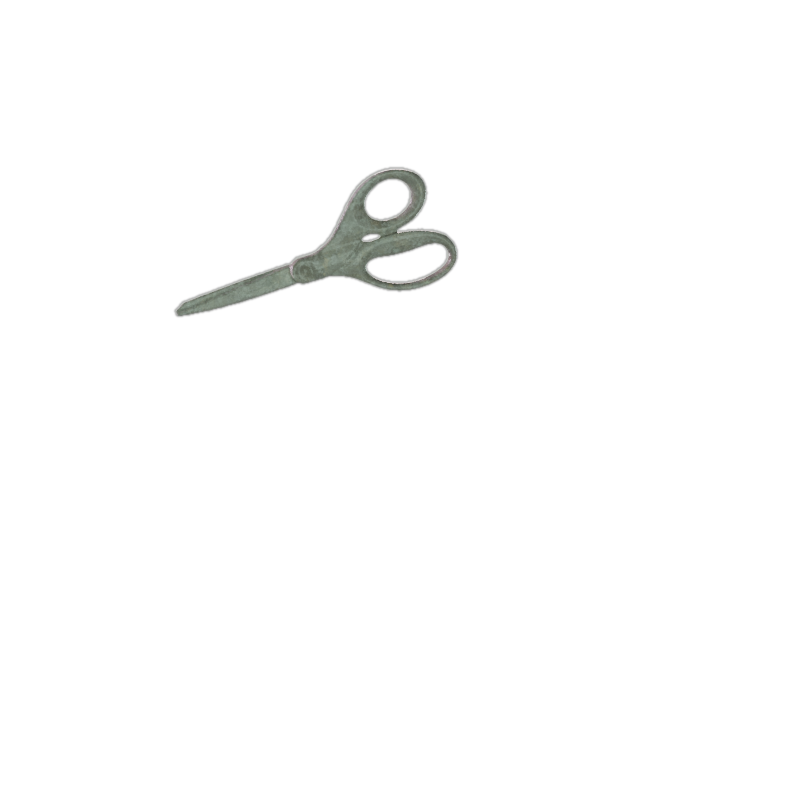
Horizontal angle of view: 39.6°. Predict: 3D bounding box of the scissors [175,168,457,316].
[{"bbox_3d":[-0.061,-0.111,0.781,0.202,0.094,0.016,-3,9,0],"label":"scissors"}]
